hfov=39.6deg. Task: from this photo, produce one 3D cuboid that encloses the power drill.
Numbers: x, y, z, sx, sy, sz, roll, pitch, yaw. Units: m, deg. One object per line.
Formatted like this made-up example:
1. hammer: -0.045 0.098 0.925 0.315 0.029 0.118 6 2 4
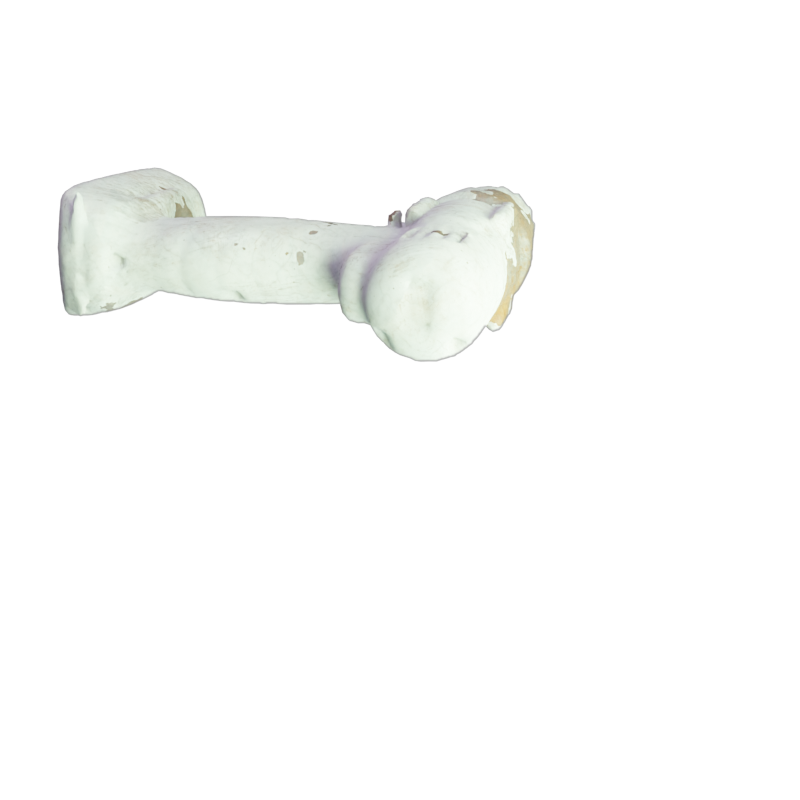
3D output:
1. power drill: -0.038 -0.069 0.485 0.192 0.056 0.186 5 17 15
